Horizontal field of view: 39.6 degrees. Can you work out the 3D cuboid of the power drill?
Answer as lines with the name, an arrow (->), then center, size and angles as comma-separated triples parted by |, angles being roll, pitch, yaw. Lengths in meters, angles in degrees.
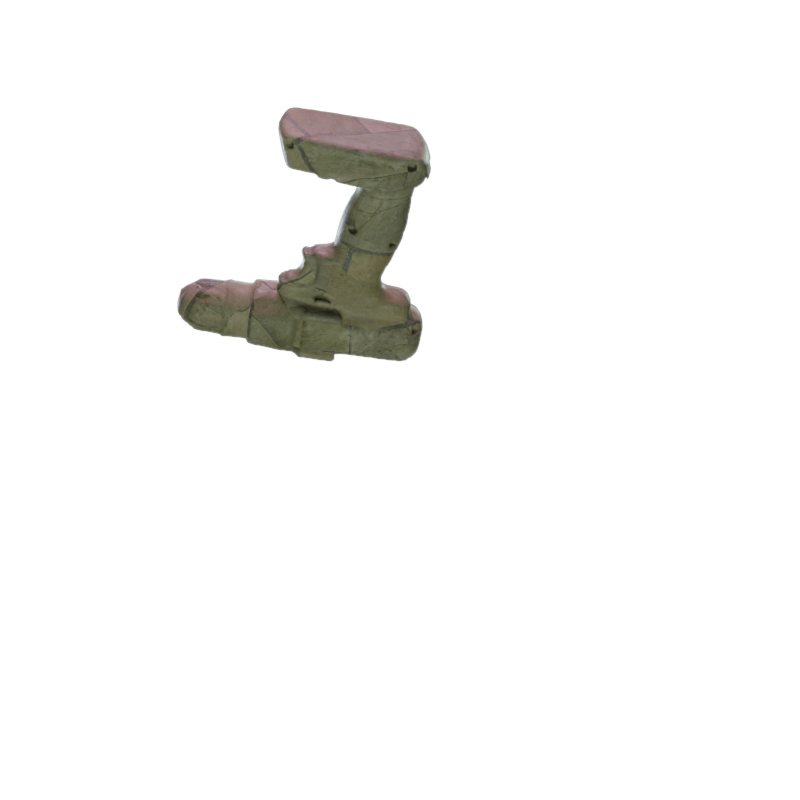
power drill -> -0.063, -0.114, 0.799 | 0.183, 0.177, 0.061 | 8, 36, -6
